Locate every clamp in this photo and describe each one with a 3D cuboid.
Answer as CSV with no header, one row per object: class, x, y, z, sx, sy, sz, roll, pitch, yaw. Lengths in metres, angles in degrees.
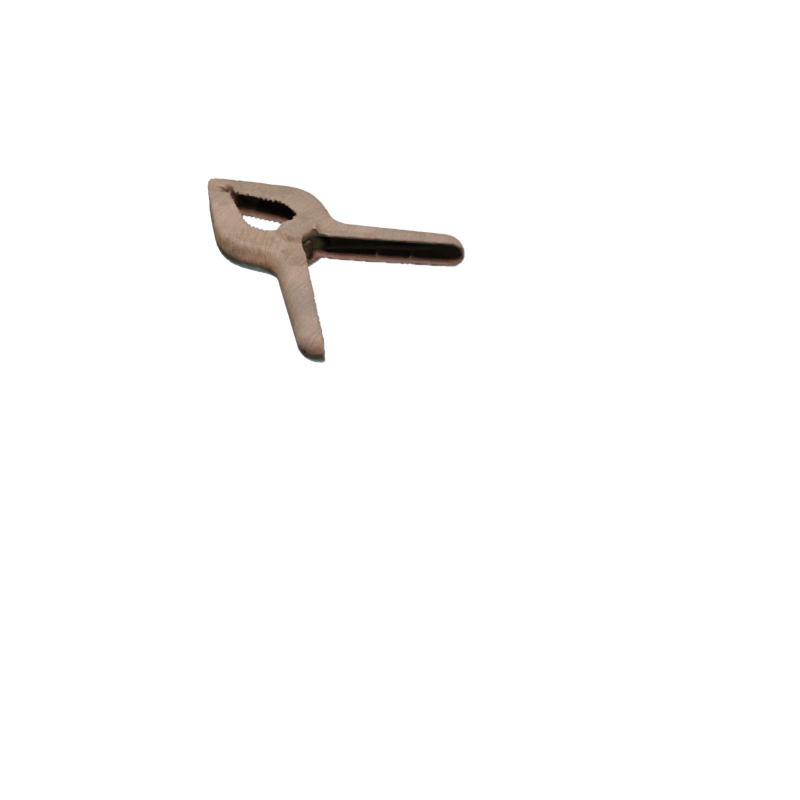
clamp,-0.067,-0.122,0.857,0.164,0.034,0.225,-29,49,-29
